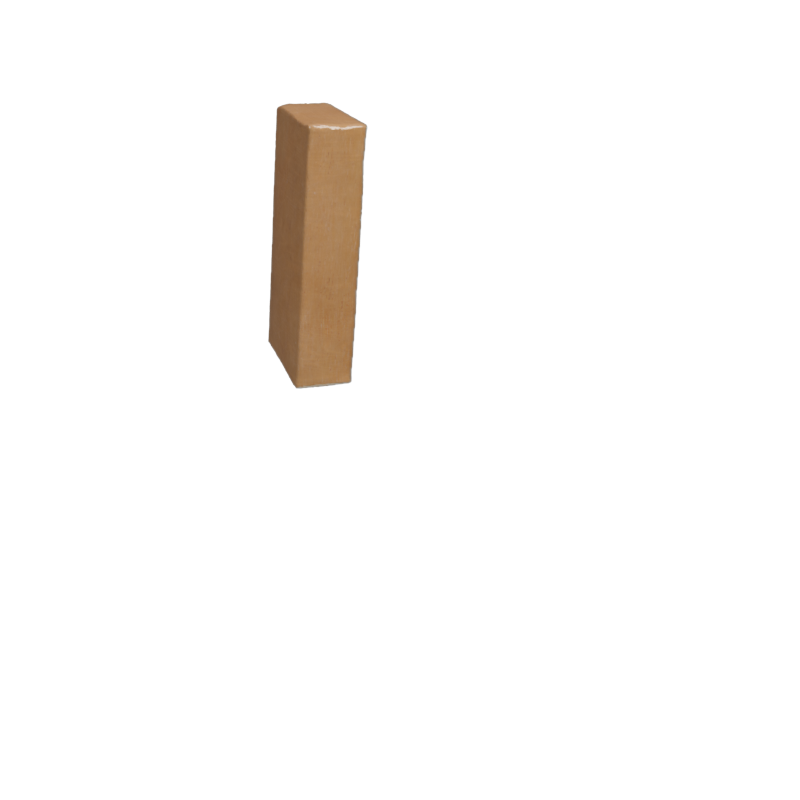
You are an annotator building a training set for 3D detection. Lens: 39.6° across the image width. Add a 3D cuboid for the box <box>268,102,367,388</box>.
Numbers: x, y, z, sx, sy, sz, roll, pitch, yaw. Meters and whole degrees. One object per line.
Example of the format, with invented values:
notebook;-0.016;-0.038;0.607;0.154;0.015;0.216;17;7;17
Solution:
box;-0.059;-0.107;0.748;0.047;0.170;0.099;-4;18;-17
